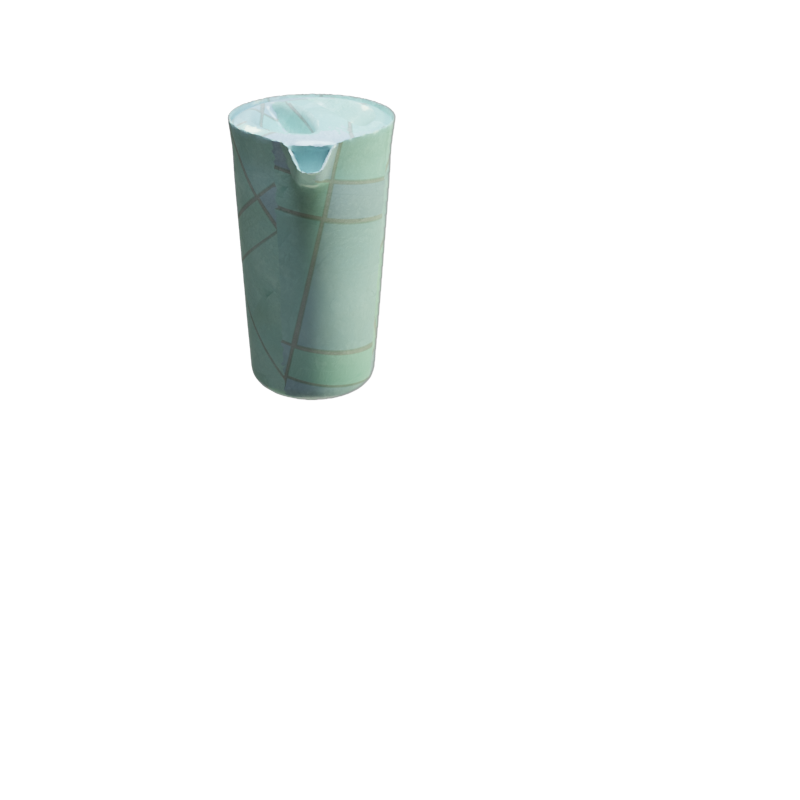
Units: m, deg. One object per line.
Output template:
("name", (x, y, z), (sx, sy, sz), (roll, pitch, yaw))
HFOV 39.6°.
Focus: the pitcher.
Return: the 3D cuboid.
("pitcher", (-0.073, -0.134, 0.937), (0.154, 0.230, 0.148), (23, 33, 37))
